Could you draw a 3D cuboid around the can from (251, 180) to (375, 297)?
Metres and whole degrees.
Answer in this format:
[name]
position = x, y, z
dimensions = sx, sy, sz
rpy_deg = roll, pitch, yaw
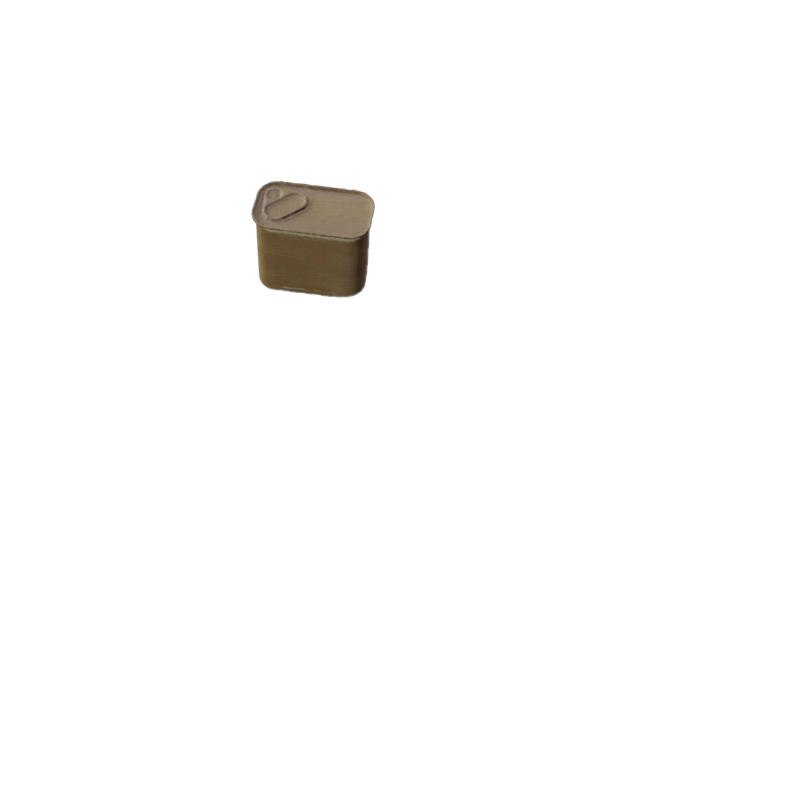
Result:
[can]
position = -0.075, -0.137, 0.963
dimensions = 0.103, 0.061, 0.078
rpy_deg = 8, -38, 5
